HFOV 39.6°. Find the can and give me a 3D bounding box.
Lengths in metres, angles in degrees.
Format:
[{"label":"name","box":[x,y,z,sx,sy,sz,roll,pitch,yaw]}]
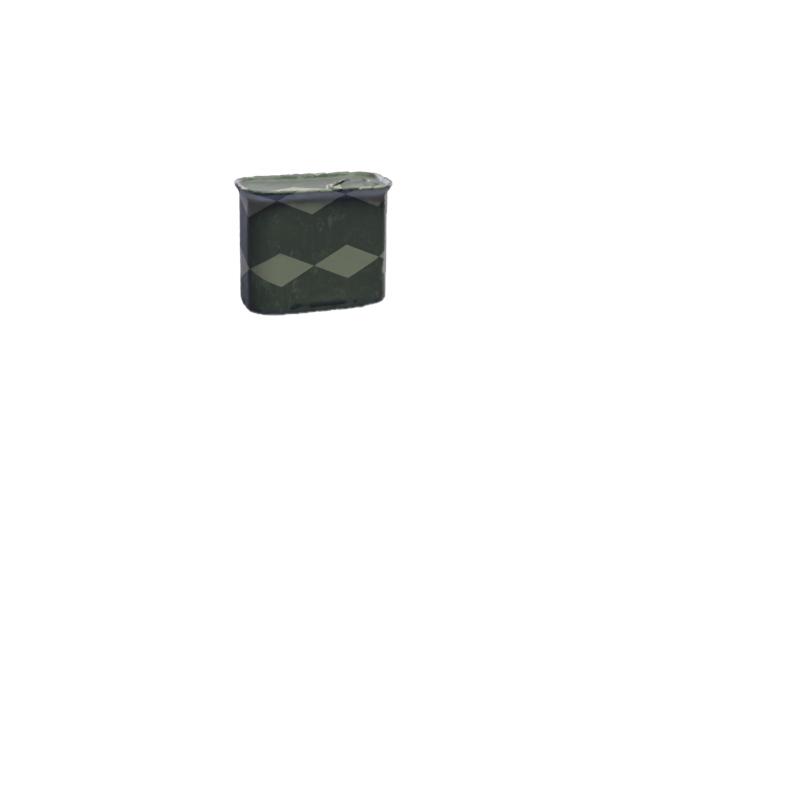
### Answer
[{"label":"can","box":[-0.058,-0.106,0.741,0.100,0.081,0.061,-6,17,-18]}]
